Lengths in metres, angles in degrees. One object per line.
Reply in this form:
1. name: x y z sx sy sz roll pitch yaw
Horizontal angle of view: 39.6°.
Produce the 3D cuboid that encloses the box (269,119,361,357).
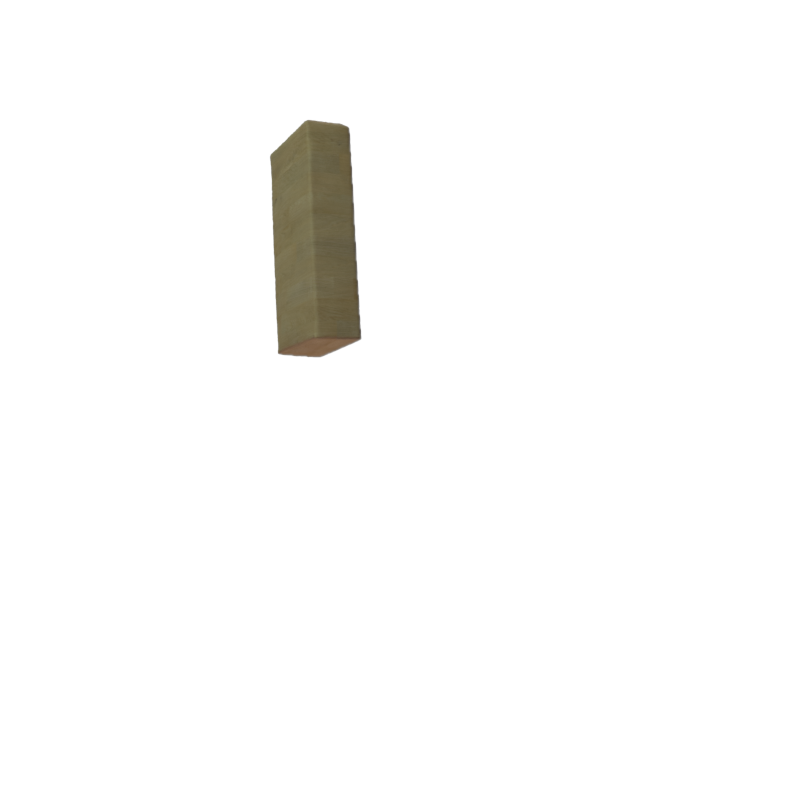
1. box: -0.070 -0.128 0.899 0.046 0.182 0.093 5 -14 -24
